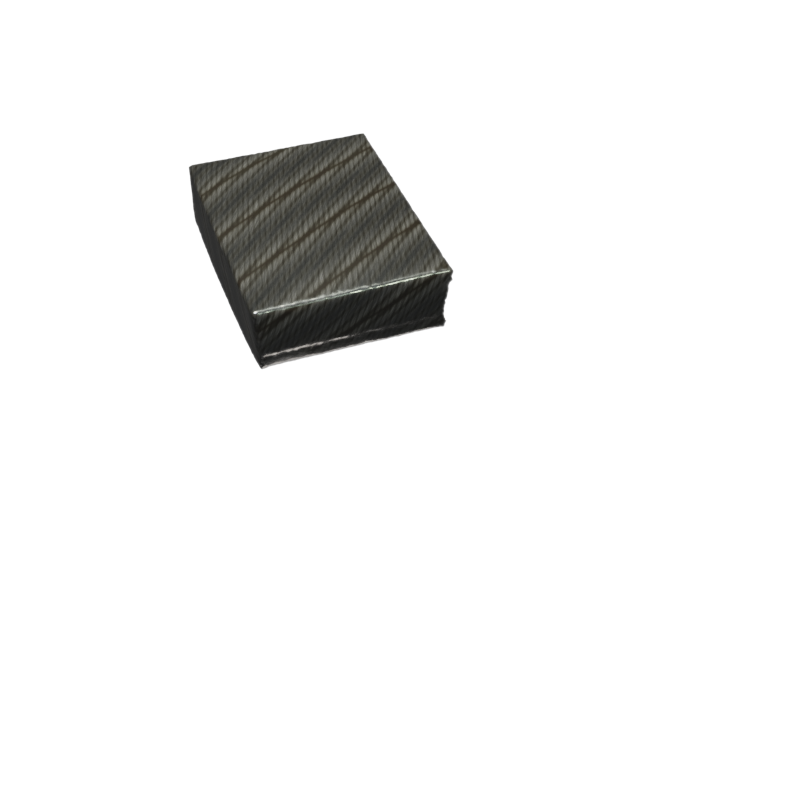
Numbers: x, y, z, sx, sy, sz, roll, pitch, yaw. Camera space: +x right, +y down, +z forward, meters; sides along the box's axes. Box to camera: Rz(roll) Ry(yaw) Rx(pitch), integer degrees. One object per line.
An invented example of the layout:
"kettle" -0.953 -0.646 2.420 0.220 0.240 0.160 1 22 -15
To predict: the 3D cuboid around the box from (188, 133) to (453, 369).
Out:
"box" -0.040 -0.072 0.507 0.089 0.036 0.123 -15 48 -14
